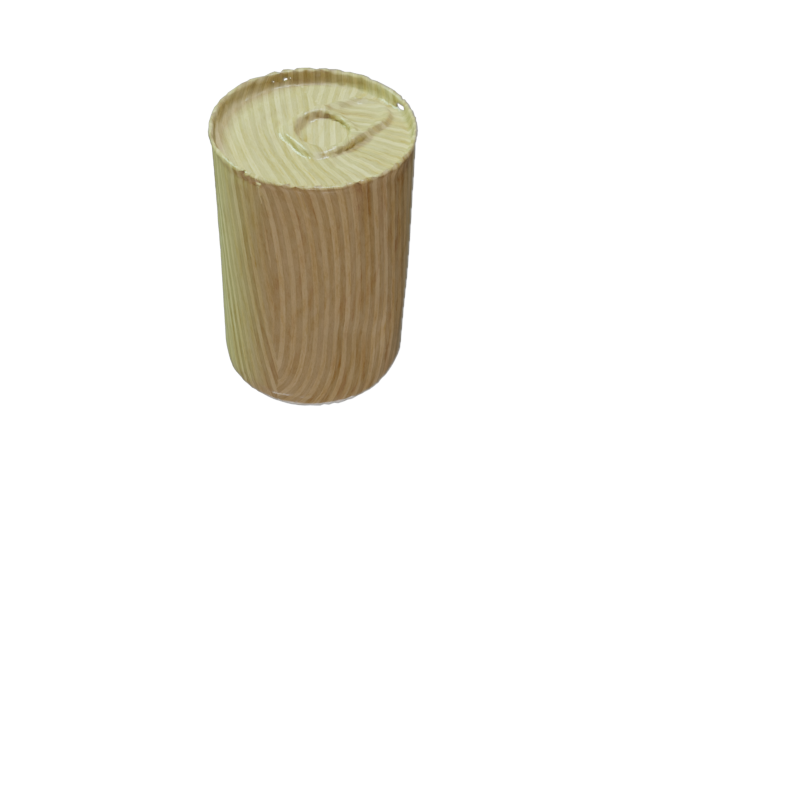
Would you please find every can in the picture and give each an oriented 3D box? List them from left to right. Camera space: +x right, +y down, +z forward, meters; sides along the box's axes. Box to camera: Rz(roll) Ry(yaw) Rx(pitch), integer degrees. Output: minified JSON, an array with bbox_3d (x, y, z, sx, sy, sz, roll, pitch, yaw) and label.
[{"bbox_3d":[-0.031,-0.056,0.391,0.068,0.095,0.074,0,45,-3],"label":"can"}]
